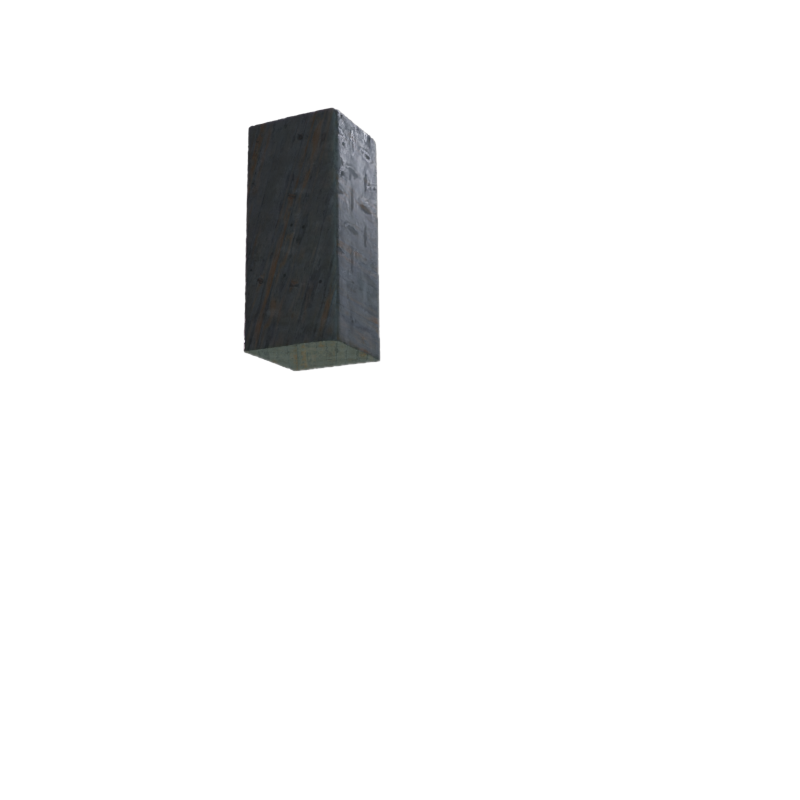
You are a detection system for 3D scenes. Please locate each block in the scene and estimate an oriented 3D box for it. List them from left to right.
[{"bbox_3d":[-0.076,-0.139,0.974,0.092,0.215,0.085,-9,-19,24],"label":"block"}]
